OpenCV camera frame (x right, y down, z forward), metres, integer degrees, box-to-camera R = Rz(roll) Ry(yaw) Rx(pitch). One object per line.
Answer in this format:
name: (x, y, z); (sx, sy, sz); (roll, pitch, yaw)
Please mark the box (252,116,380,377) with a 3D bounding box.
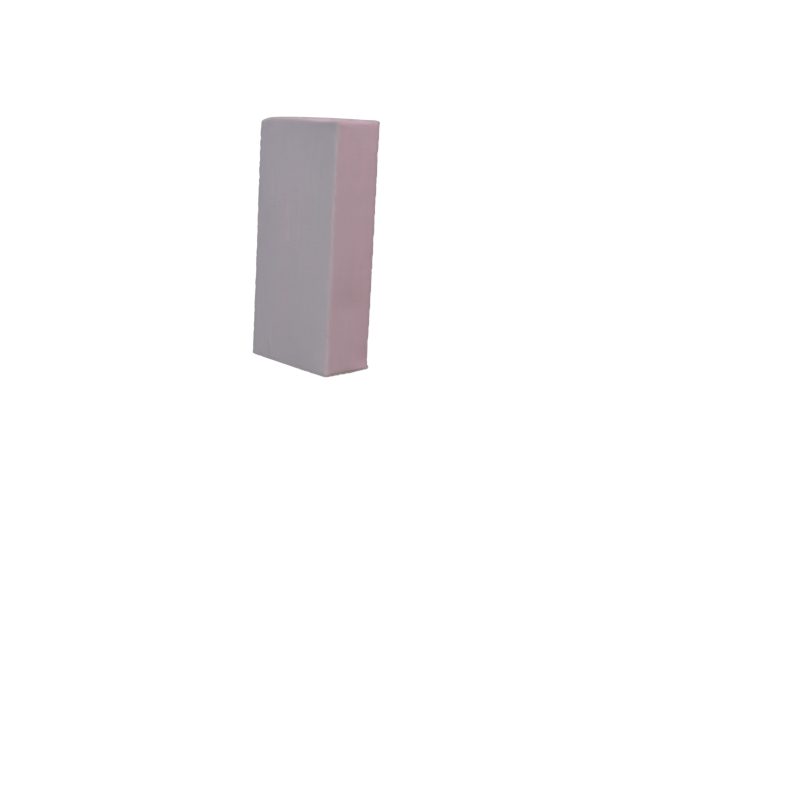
box: (-0.062, -0.113, 0.789); (0.046, 0.173, 0.098); (-6, 11, -40)
